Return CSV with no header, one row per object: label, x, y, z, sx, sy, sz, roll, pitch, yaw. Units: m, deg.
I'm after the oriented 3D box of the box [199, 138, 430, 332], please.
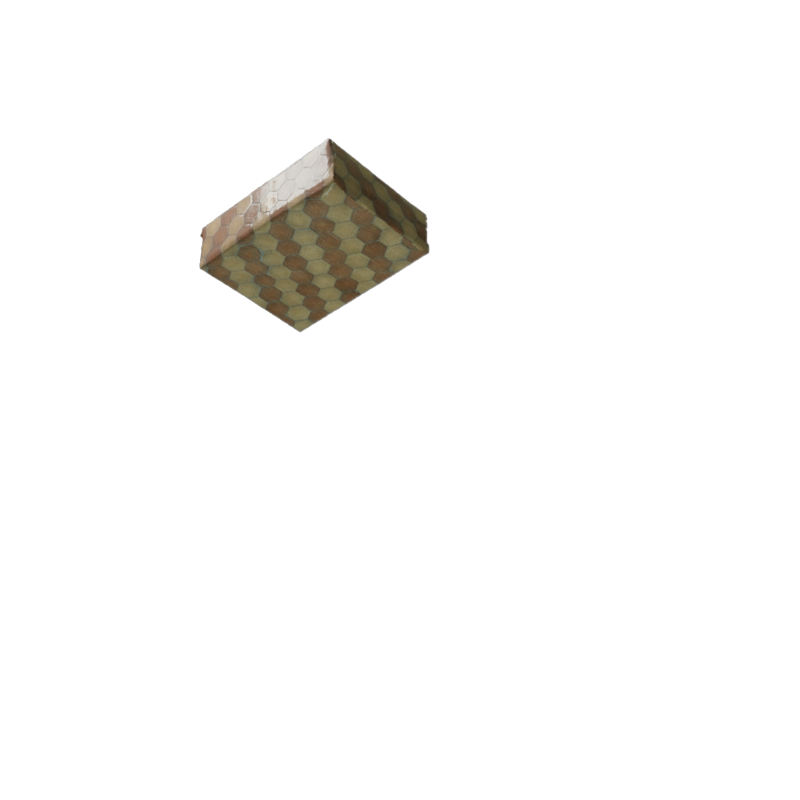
box,-0.053,-0.097,0.676,0.113,0.042,0.084,-28,-44,32
